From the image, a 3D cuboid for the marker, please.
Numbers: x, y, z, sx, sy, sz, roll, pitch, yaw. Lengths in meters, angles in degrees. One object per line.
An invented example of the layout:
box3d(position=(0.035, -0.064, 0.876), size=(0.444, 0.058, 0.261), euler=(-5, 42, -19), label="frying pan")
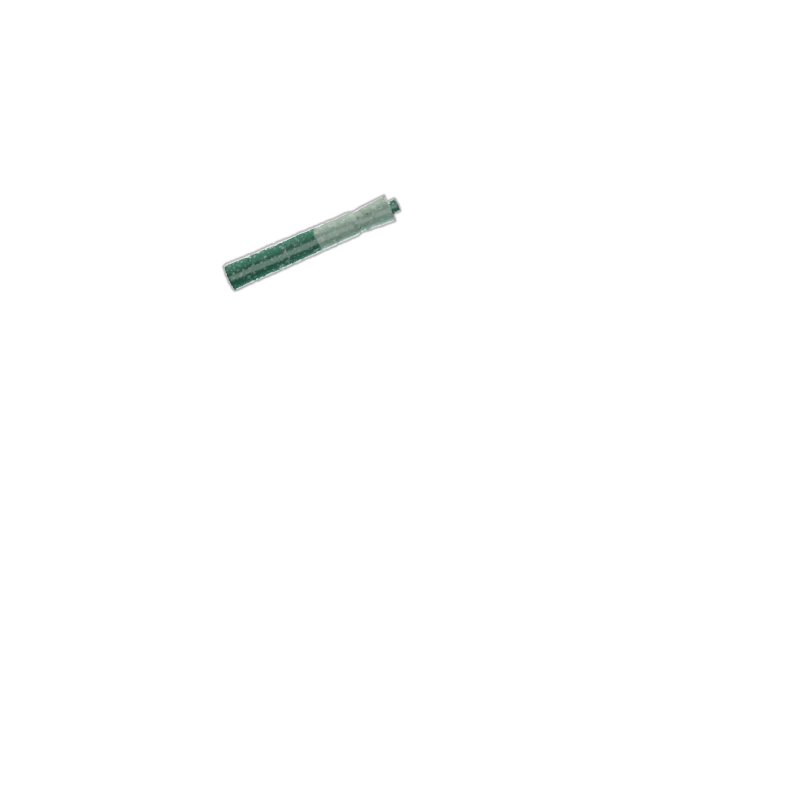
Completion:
box3d(position=(-0.057, -0.103, 0.725), size=(0.121, 0.020, 0.020), euler=(-23, 3, 3), label="marker")
